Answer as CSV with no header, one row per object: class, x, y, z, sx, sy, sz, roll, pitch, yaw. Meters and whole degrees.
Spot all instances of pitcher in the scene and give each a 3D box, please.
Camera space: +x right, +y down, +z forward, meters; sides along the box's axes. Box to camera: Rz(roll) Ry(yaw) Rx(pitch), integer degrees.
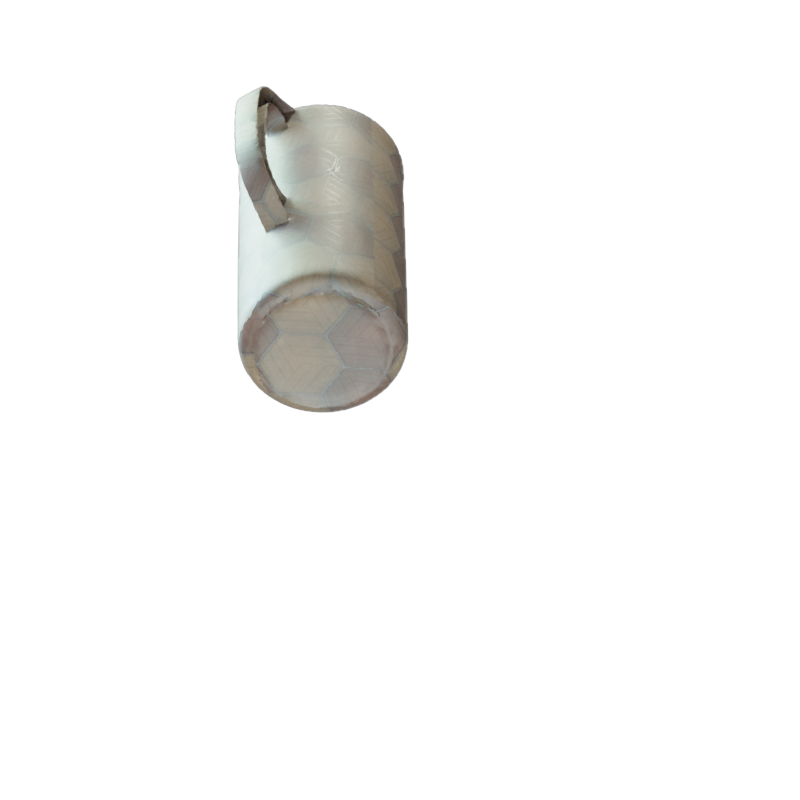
pitcher,-0.062,-0.113,0.789,0.147,0.138,0.259,12,33,-11
